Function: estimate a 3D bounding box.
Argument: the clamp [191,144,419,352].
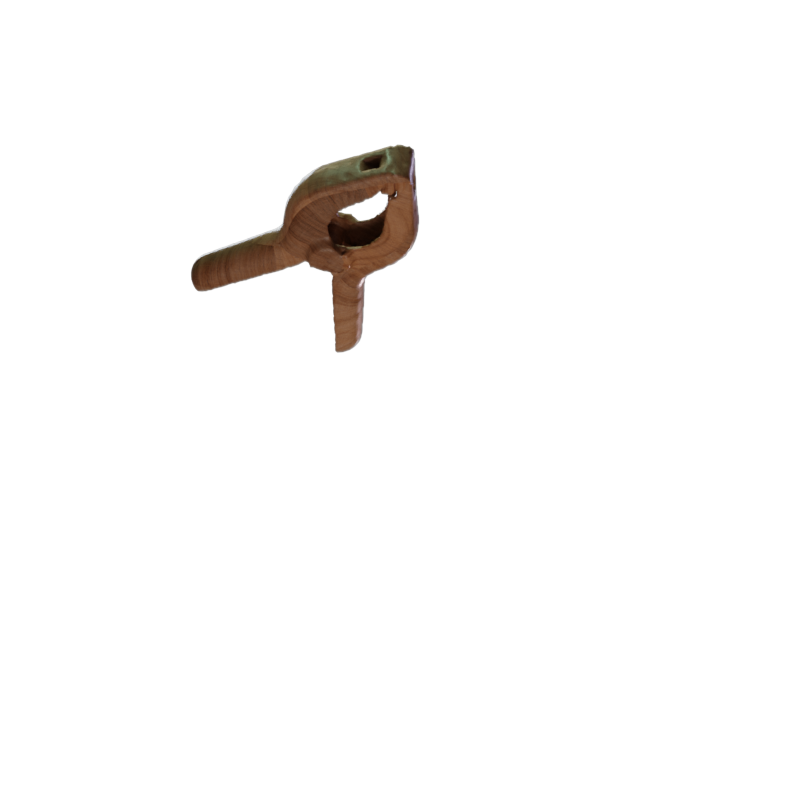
[{"bbox_3d":[-0.053,-0.096,0.671,0.116,0.042,0.165,15,-42,-18],"label":"clamp"}]
